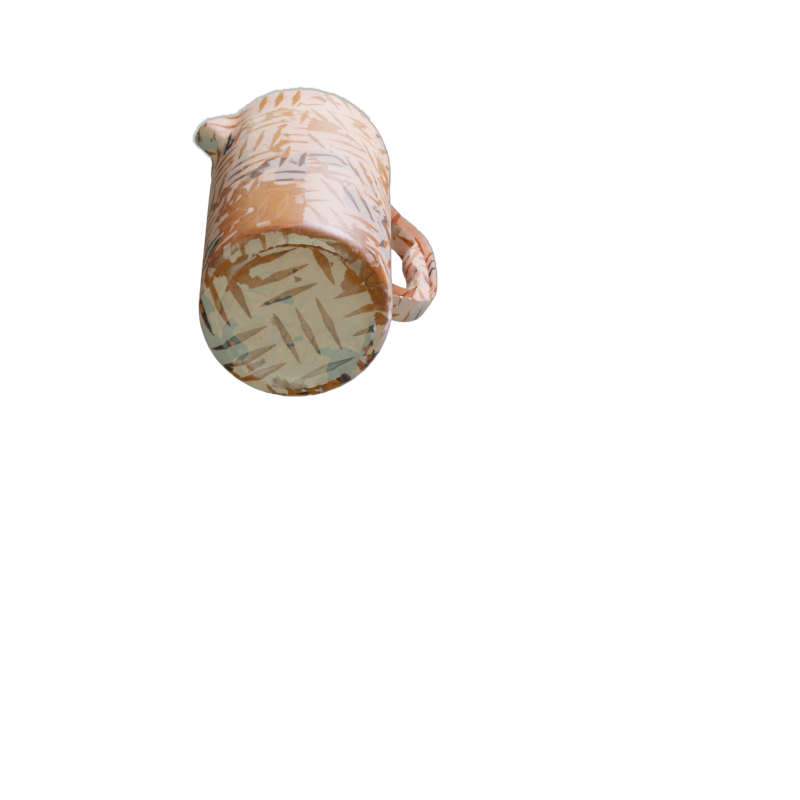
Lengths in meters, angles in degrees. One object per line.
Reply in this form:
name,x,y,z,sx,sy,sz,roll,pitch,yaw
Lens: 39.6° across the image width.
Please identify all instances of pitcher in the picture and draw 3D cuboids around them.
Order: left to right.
pitcher,-0.056,-0.102,0.718,0.150,0.136,0.257,-13,28,4
